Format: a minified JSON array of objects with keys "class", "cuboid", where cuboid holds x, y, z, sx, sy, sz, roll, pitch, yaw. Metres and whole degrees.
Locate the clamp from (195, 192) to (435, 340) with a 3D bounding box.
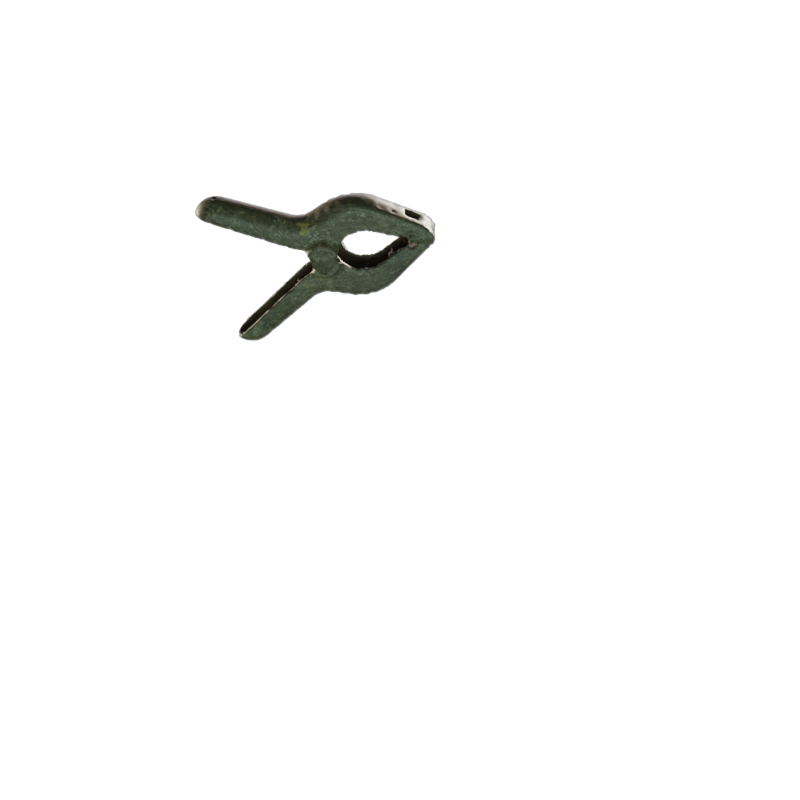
[{"class":"clamp","cuboid":[-0.063,-0.116,0.810,0.172,0.112,0.042,-19,33,13]}]
